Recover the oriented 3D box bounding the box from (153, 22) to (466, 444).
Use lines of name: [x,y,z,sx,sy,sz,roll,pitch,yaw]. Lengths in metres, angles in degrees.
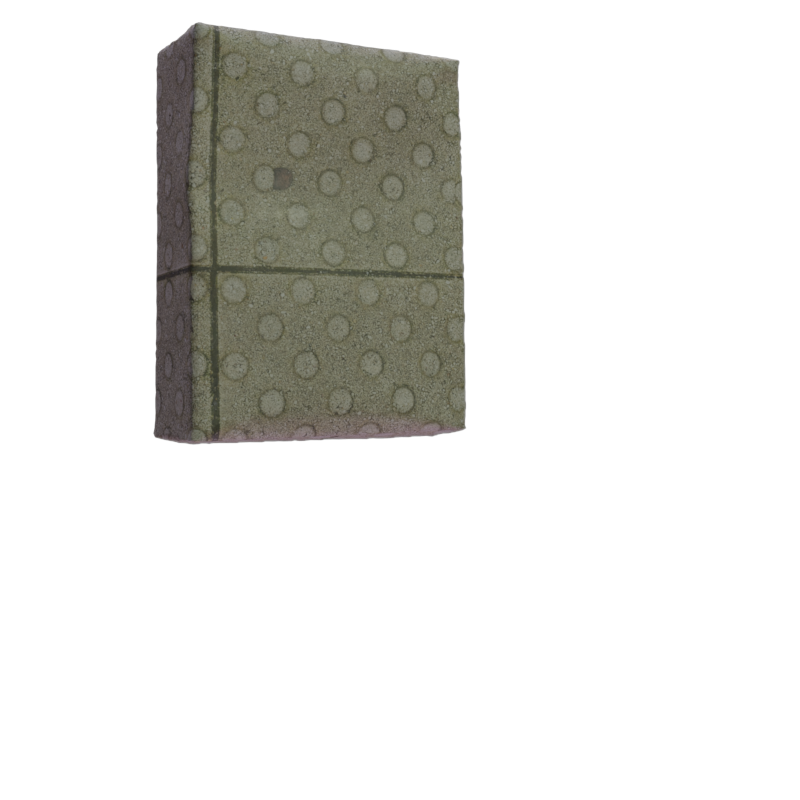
box: [-0.048,-0.087,0.607,0.159,0.217,0.073,2,-6,-27]
